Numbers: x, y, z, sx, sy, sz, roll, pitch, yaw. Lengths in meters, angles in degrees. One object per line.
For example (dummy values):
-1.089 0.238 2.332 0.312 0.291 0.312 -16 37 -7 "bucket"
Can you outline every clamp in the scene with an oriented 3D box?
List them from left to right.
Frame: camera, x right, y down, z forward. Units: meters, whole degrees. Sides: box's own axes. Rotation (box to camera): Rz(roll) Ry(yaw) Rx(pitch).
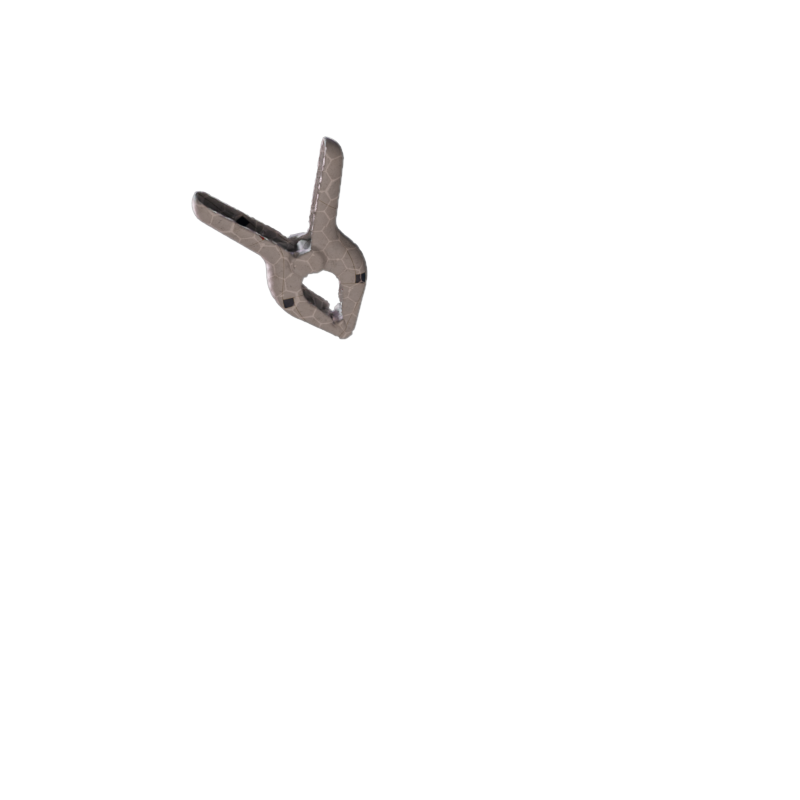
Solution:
-0.067 -0.122 0.856 0.120 0.159 0.042 -25 35 19 "clamp"
